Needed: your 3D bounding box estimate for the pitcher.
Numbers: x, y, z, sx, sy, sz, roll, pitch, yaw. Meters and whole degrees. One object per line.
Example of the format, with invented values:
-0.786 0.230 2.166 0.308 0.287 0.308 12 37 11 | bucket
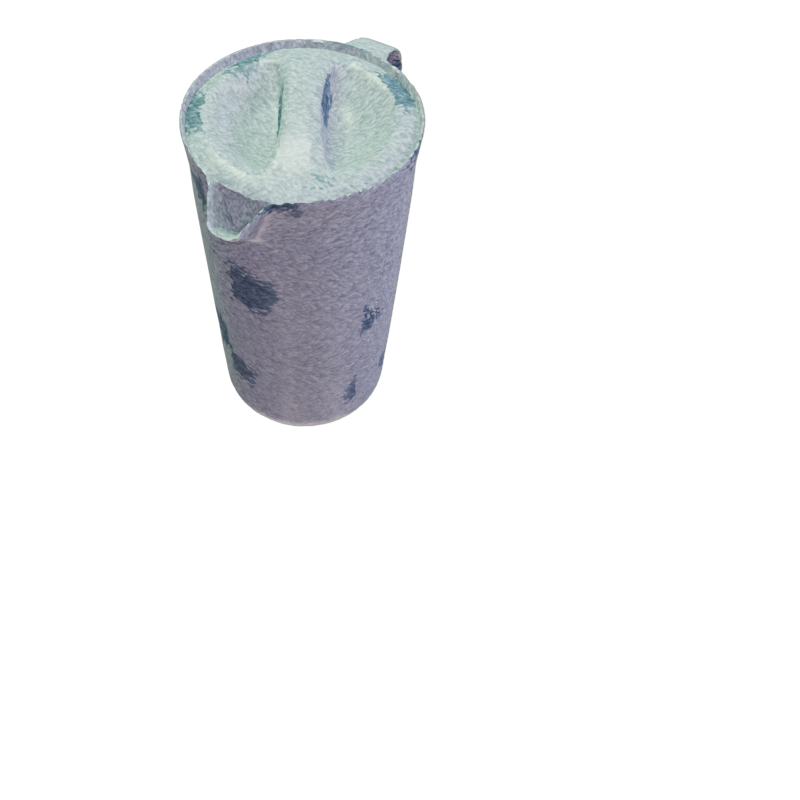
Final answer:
-0.054 -0.099 0.690 0.148 0.156 0.227 -13 -35 -13 | pitcher
